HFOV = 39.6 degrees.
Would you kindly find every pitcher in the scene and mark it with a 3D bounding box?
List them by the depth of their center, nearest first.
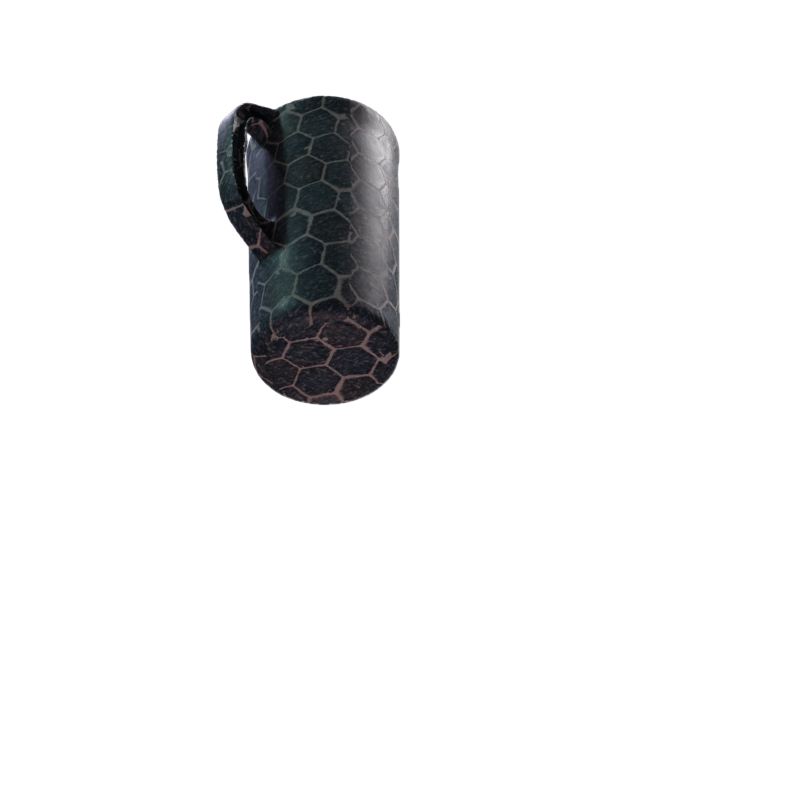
[{"bbox_3d":[-0.068,-0.125,0.875,0.149,0.261,0.135,-2,-43,-1],"label":"pitcher"}]
